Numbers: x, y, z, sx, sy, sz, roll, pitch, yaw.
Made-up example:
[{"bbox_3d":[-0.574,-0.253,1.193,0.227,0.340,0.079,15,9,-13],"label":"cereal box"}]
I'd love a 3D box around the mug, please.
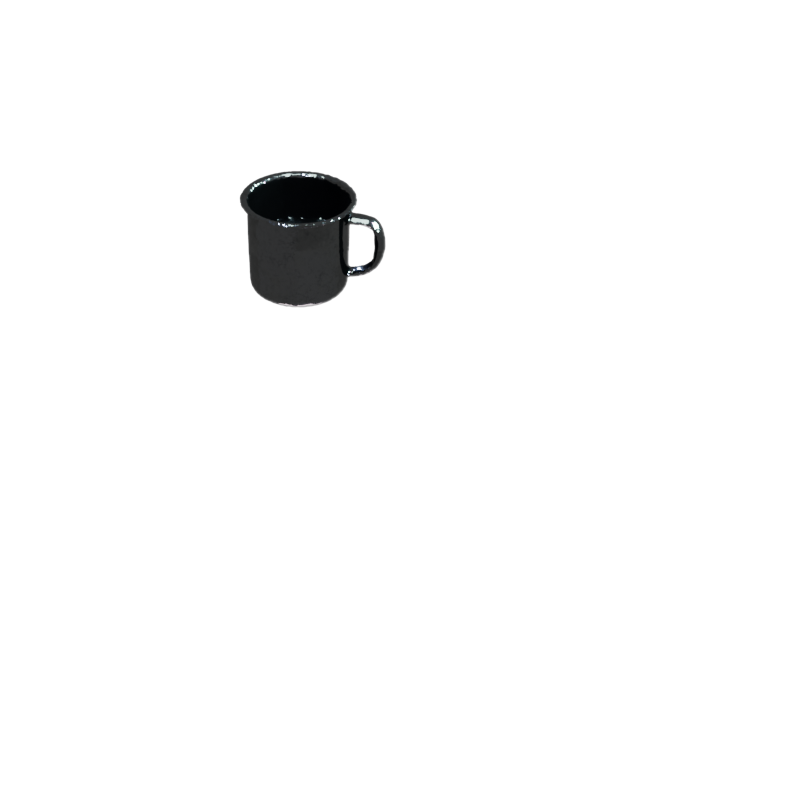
[{"bbox_3d":[-0.070,-0.128,0.899,0.118,0.076,0.099,4,35,4],"label":"mug"}]
